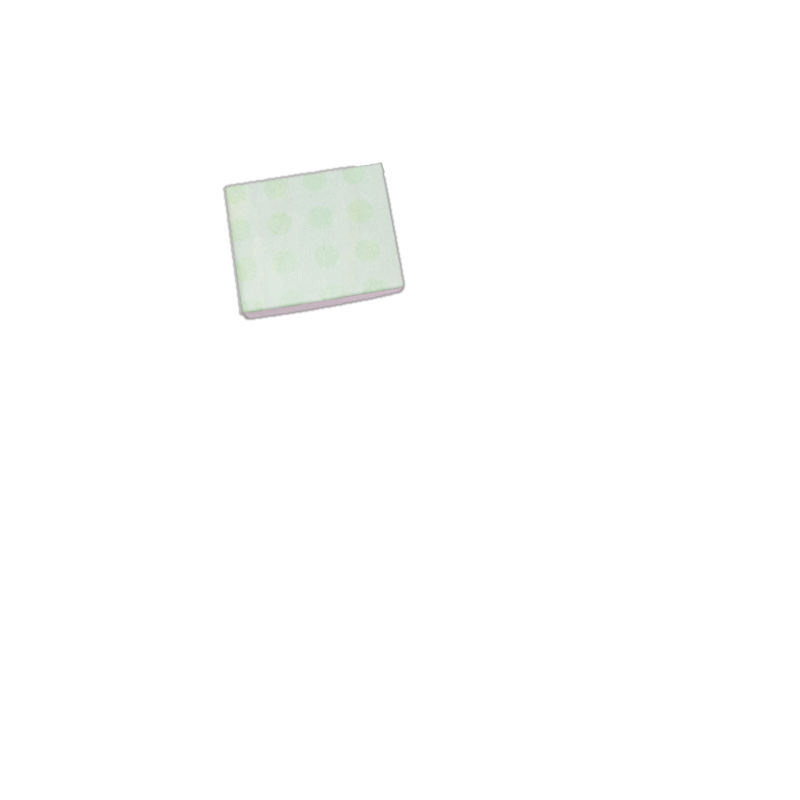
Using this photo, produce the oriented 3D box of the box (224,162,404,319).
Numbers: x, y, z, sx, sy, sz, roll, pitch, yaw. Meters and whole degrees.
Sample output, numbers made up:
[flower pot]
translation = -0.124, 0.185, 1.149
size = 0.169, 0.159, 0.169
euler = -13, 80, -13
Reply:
[box]
translation = -0.060, -0.109, 0.763
size = 0.113, 0.093, 0.038
euler = -9, -13, -3
